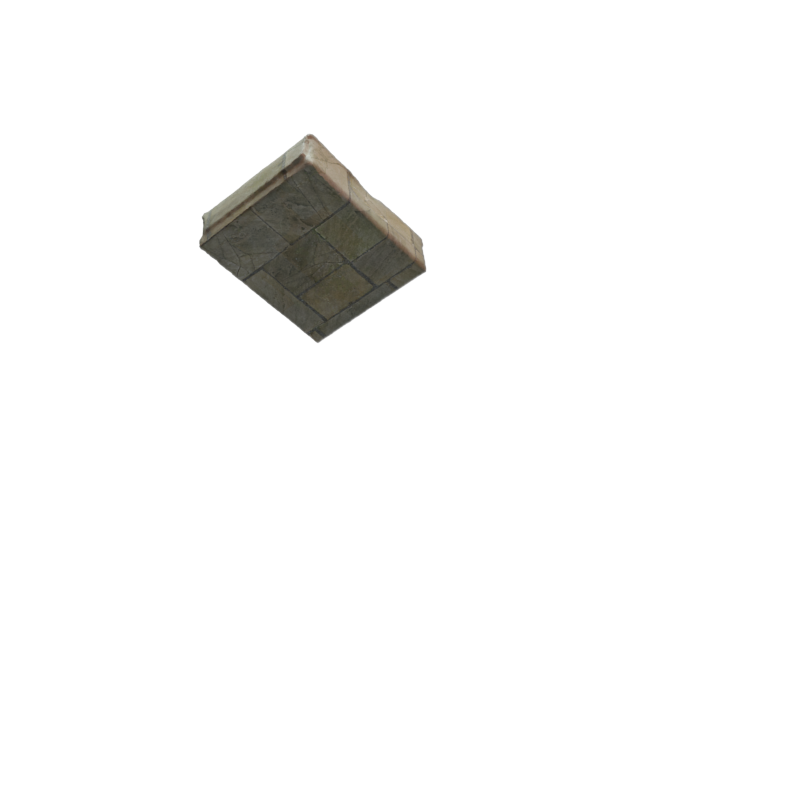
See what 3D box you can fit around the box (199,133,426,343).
[{"bbox_3d":[-0.043,-0.078,0.548,0.073,0.032,0.084,-34,-57,25],"label":"box"}]
